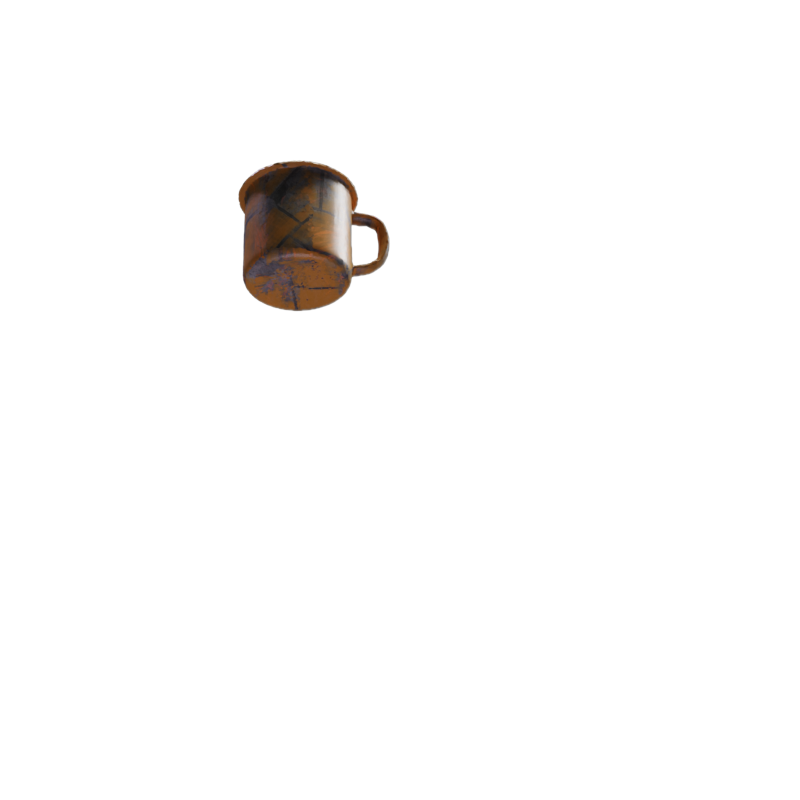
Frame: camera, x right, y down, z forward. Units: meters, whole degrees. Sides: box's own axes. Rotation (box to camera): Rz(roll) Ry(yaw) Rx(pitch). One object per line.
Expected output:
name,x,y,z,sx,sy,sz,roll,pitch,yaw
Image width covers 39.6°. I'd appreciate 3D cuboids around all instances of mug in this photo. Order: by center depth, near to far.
mug,-0.066,-0.120,0.842,0.115,0.087,0.088,5,-32,-10
